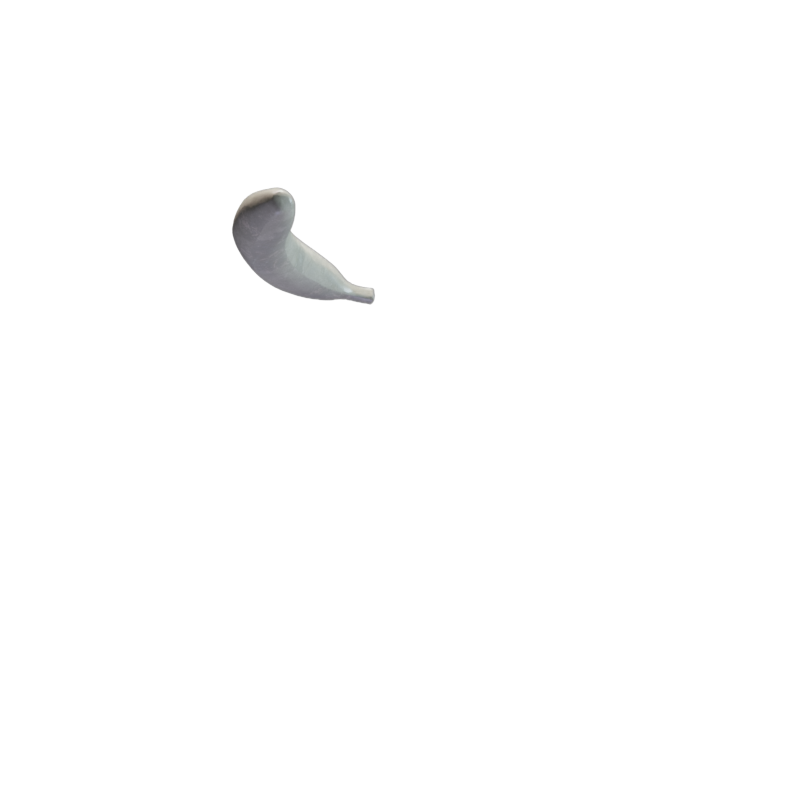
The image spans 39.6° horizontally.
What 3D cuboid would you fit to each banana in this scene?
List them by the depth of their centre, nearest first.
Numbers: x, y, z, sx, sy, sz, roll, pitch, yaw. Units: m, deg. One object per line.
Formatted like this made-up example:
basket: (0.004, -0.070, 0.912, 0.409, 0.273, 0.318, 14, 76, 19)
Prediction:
banana: (-0.074, -0.103, 0.743, 0.071, 0.038, 0.187, -4, -12, 15)
